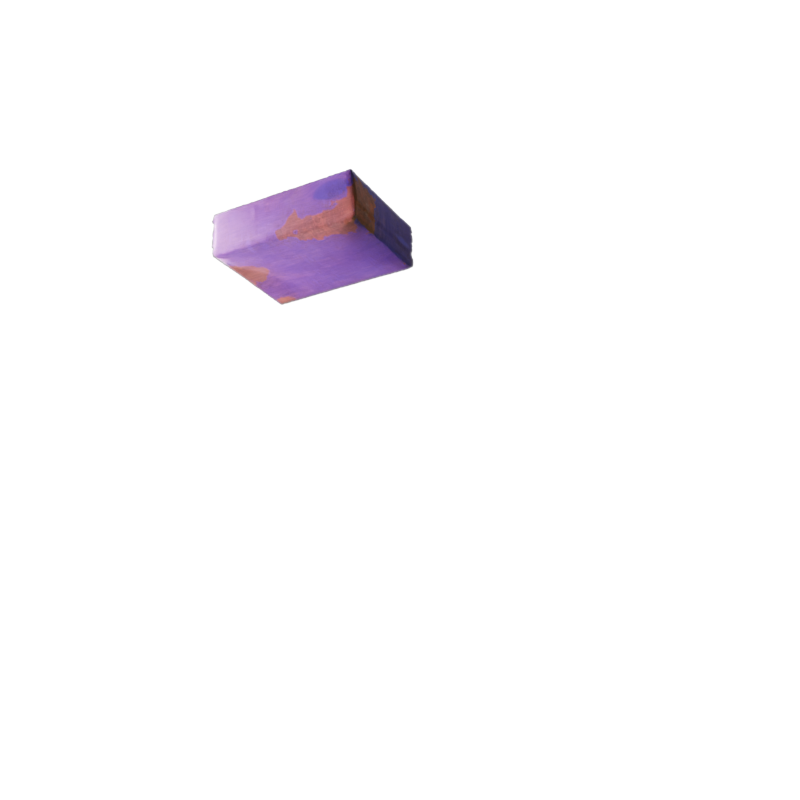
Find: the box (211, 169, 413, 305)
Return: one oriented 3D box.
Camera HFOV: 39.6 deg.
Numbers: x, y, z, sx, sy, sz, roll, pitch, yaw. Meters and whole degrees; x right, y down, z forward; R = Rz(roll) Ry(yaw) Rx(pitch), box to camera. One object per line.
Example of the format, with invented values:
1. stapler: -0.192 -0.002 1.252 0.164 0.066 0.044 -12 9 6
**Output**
1. box: -0.060 -0.110 0.768 0.115 0.041 0.084 -11 -25 26
